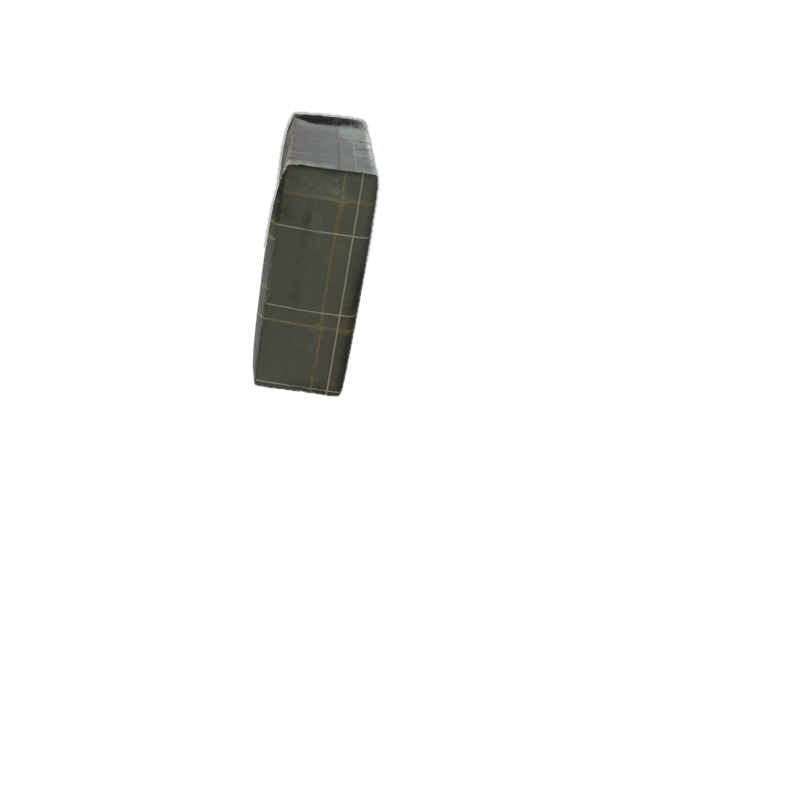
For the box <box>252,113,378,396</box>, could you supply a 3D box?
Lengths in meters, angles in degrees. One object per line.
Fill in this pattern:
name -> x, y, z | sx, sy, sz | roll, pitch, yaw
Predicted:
box -> -0.067, -0.122, 0.855 | 0.071, 0.158, 0.224 | 8, 21, -7
